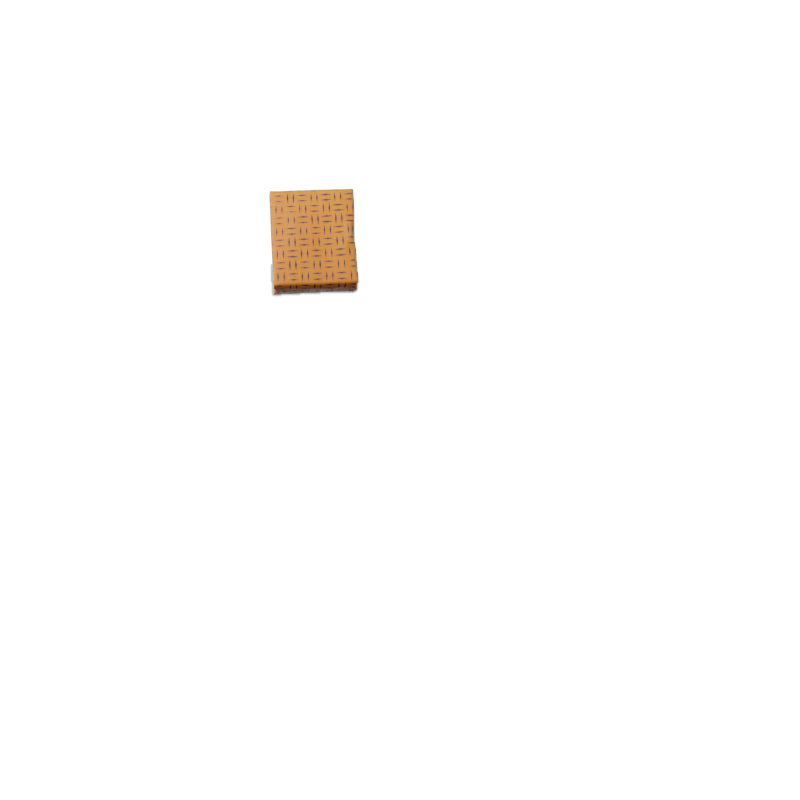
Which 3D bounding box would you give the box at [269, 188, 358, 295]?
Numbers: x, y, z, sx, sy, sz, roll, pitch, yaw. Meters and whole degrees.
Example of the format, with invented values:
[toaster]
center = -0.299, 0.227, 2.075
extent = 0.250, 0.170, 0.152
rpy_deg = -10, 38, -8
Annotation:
[box]
center = -0.075, -0.136, 0.954
extent = 0.073, 0.093, 0.029
rpy_deg = -3, -19, -1
